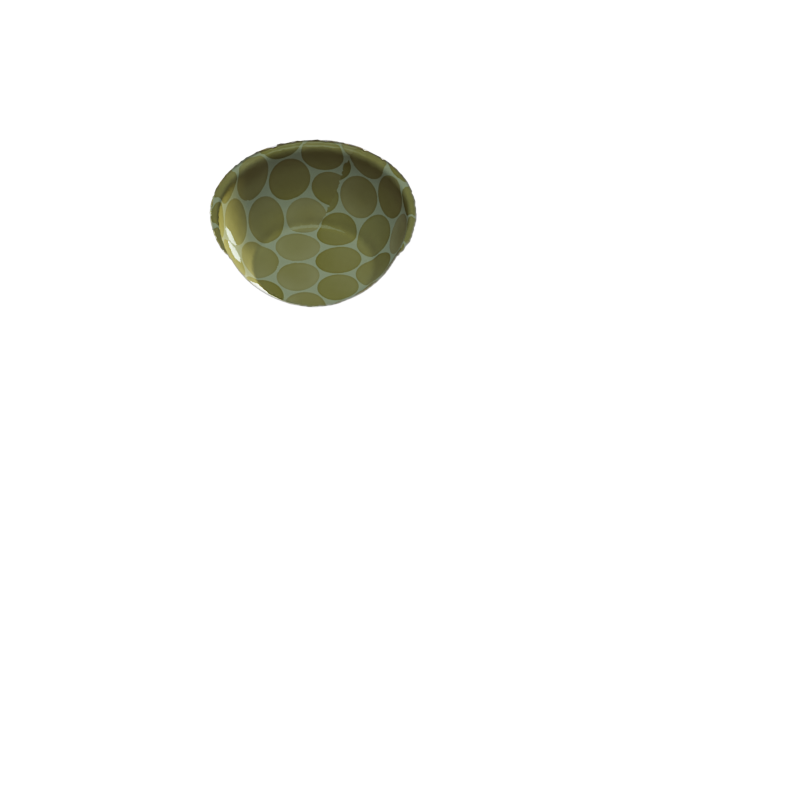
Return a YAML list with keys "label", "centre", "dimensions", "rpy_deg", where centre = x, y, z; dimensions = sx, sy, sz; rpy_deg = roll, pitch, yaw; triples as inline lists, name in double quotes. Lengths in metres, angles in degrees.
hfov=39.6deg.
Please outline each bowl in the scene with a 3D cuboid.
- label: "bowl"
  centre: [-0.066, -0.121, 0.847]
  dimensions: [0.162, 0.059, 0.151]
  rpy_deg: [1, -39, -1]
